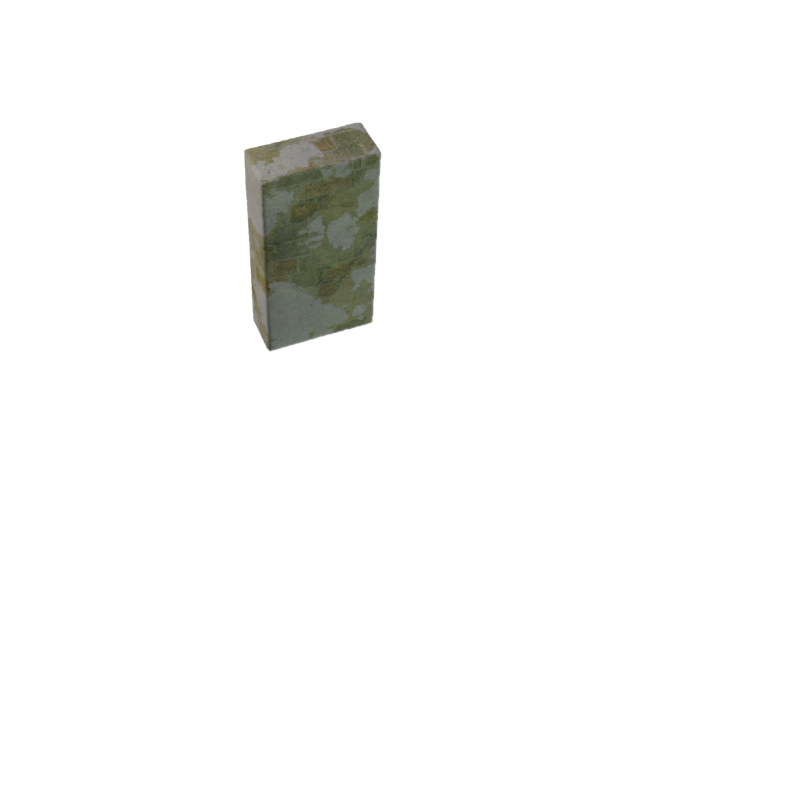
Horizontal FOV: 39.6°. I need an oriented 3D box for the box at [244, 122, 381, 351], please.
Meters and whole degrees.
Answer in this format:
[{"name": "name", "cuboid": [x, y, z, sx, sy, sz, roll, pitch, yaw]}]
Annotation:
[{"name": "box", "cuboid": [-0.066, -0.119, 0.836, 0.092, 0.052, 0.164, -16, -37, -17]}]
